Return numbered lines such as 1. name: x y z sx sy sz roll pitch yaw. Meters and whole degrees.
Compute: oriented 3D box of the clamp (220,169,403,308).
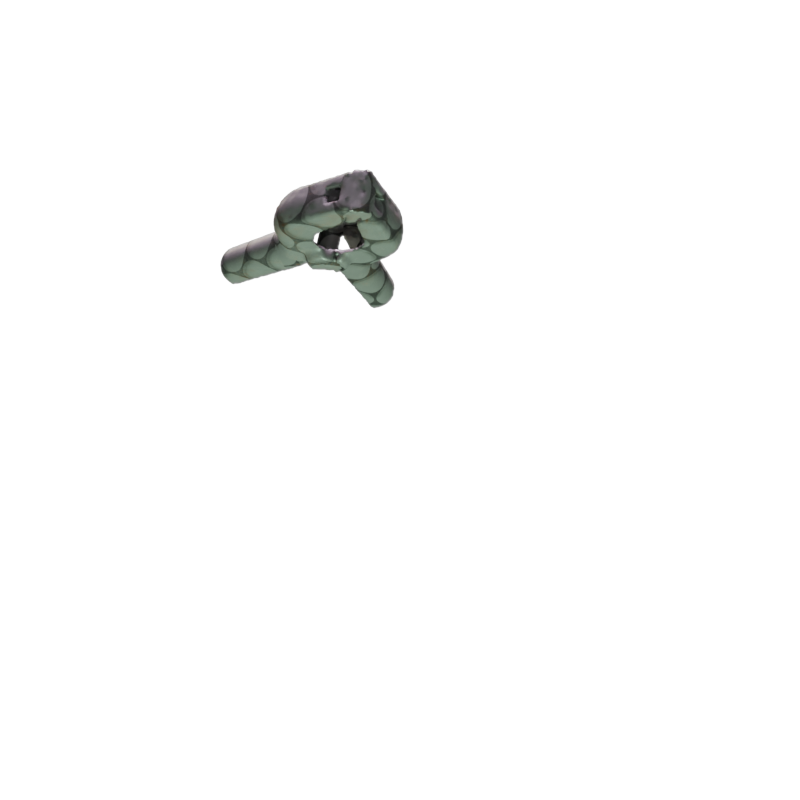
1. clamp: -0.055 -0.100 0.704 0.119 0.041 0.164 2 -18 -6
